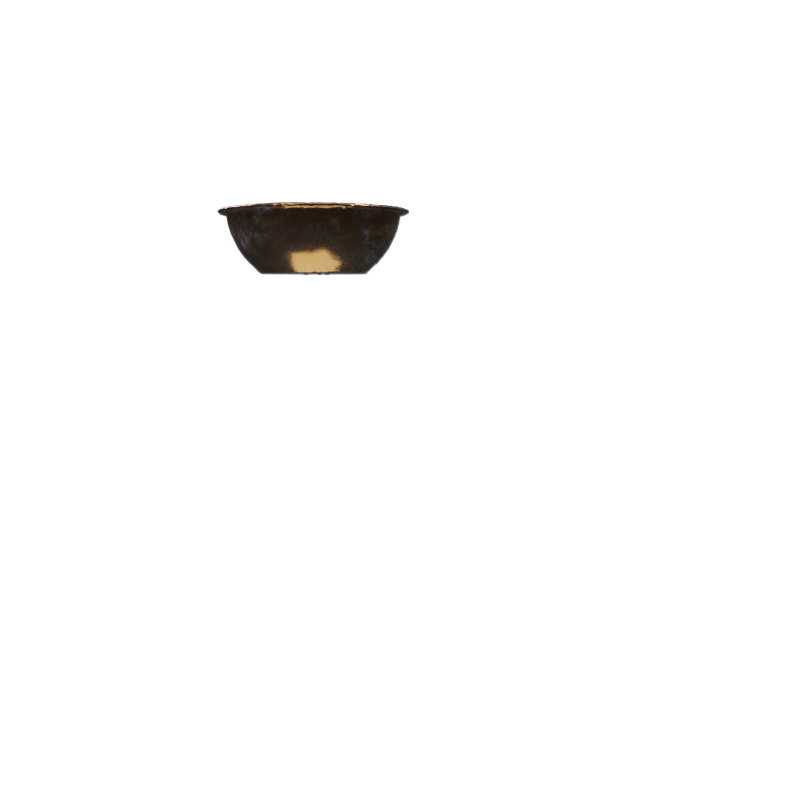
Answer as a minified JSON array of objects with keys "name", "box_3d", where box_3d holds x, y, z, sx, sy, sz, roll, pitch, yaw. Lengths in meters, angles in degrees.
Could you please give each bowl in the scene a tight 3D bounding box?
[{"name":"bowl","box_3d":[-0.073,-0.134,0.935,0.162,0.055,0.163,0,5,-2]}]
